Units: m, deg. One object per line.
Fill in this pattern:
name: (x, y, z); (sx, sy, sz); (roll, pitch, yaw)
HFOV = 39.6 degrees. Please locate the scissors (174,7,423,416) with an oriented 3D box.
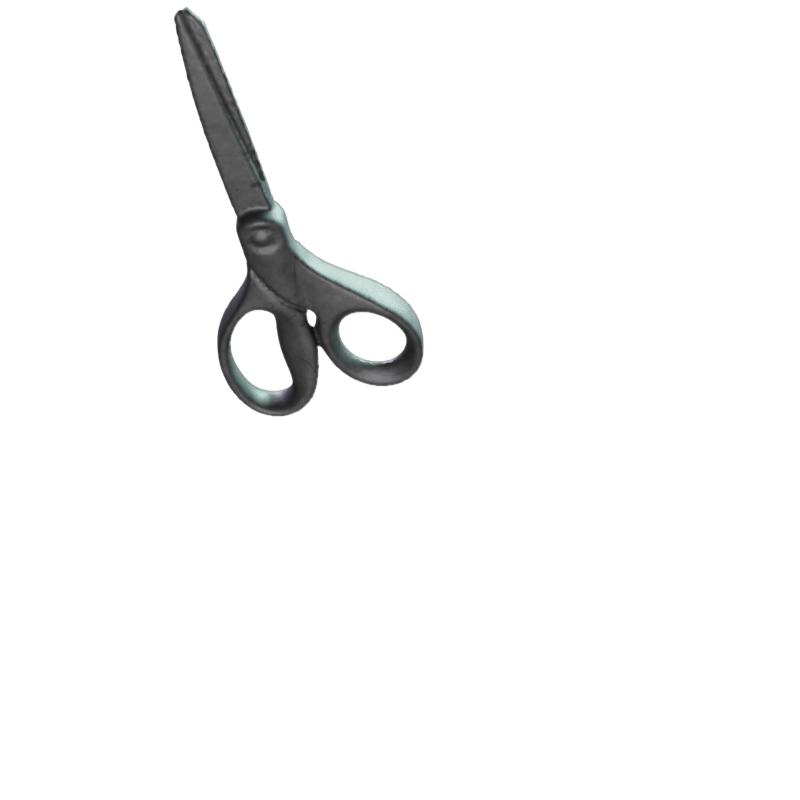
scissors: (-0.033, -0.061, 0.427); (0.096, 0.017, 0.188); (3, -43, -3)
